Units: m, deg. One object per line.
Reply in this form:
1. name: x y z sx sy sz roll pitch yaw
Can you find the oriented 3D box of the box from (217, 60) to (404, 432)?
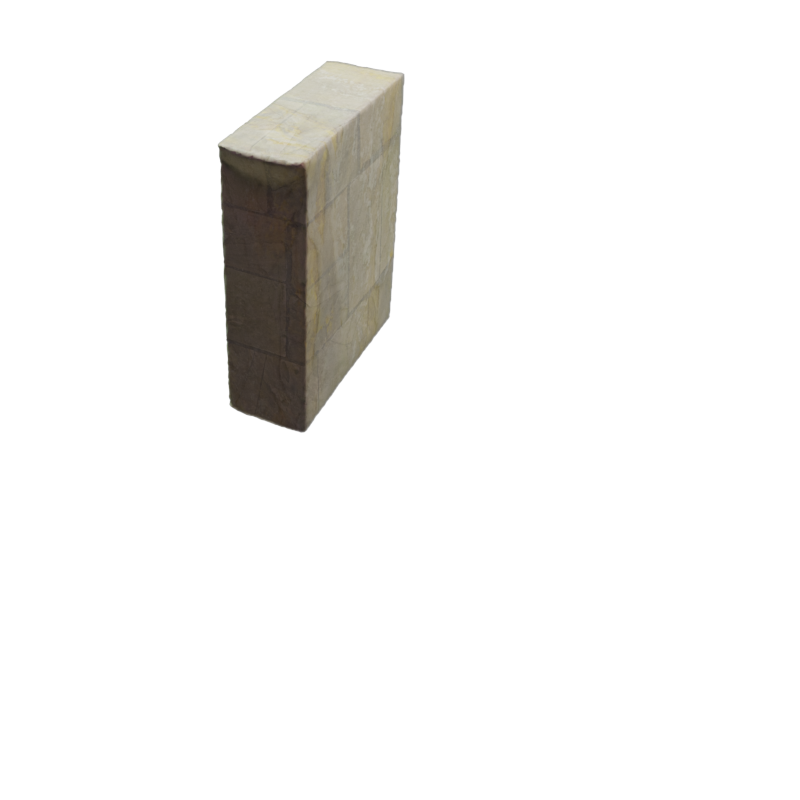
1. box: -0.062 -0.113 0.793 0.074 0.200 0.169 14 36 17
